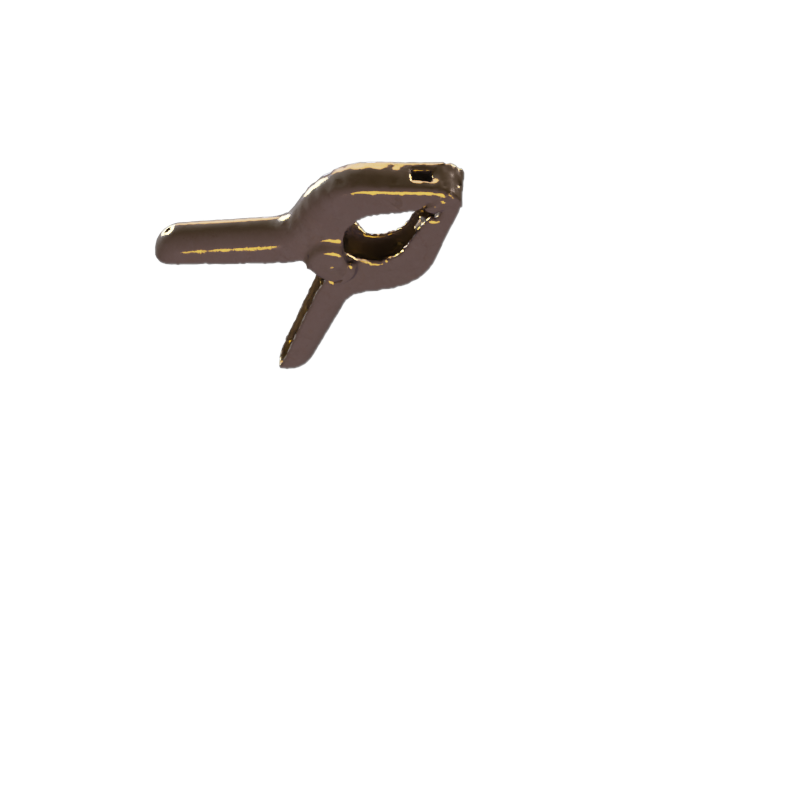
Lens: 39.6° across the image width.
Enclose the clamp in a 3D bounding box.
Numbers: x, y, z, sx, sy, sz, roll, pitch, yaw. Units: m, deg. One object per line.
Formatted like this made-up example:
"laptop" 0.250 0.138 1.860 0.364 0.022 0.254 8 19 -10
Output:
"clamp" -0.047 -0.085 0.597 0.113 0.042 0.170 33 -51 -32
